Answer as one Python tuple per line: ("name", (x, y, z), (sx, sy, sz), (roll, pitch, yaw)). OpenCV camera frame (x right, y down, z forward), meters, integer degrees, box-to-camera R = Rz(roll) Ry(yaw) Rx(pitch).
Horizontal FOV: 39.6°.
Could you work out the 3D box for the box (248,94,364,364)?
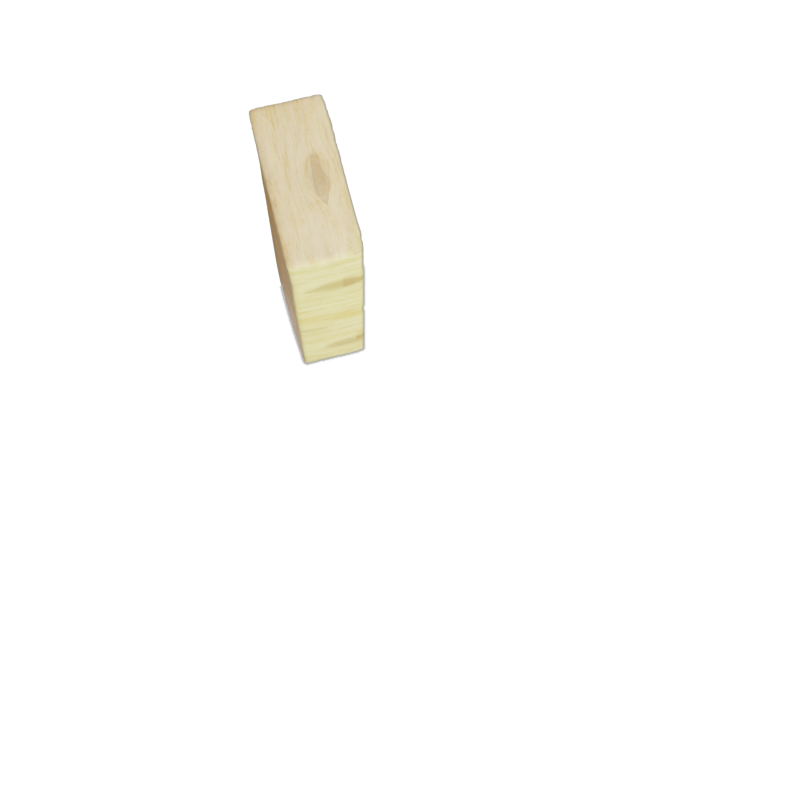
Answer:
("box", (-0.049, -0.090, 0.628), (0.048, 0.098, 0.169), (-13, -14, -7))
